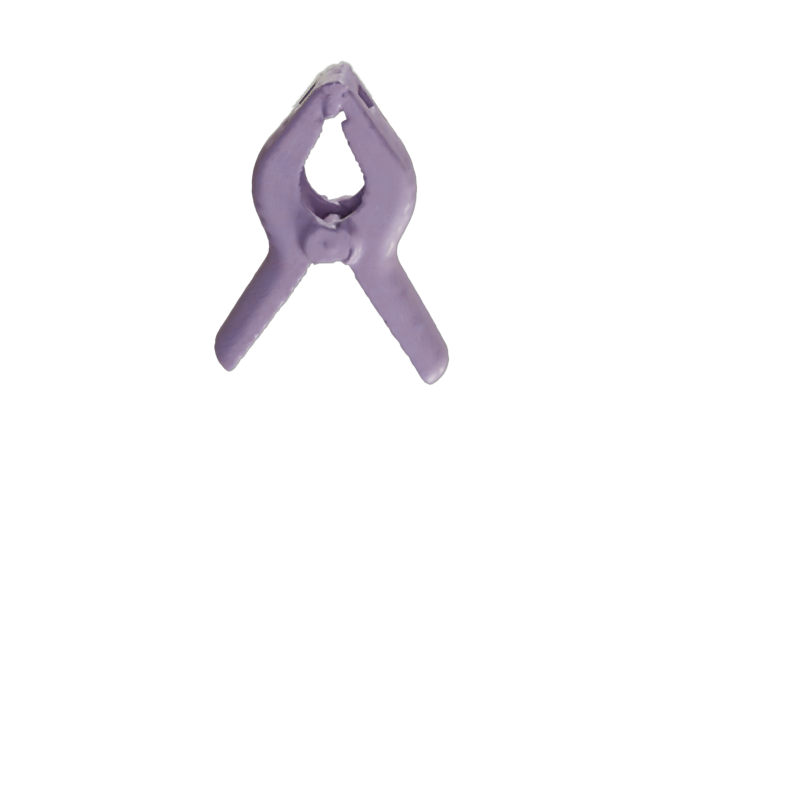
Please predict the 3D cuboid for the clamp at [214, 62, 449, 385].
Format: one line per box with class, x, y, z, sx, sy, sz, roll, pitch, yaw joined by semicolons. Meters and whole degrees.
clamp;-0.043;-0.078;0.546;0.120;0.162;0.041;-6;26;3
